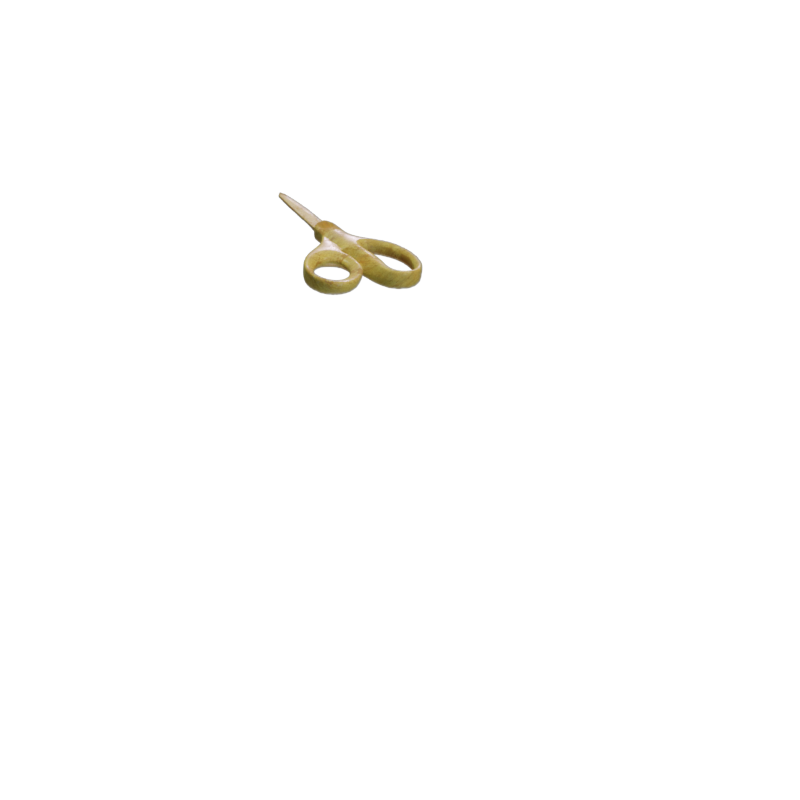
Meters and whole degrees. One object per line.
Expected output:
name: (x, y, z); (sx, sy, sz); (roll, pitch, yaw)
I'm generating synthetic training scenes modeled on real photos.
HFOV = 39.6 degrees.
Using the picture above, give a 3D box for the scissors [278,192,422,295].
scissors: (-0.068, -0.125, 0.874); (0.095, 0.015, 0.216); (-23, 37, -34)
